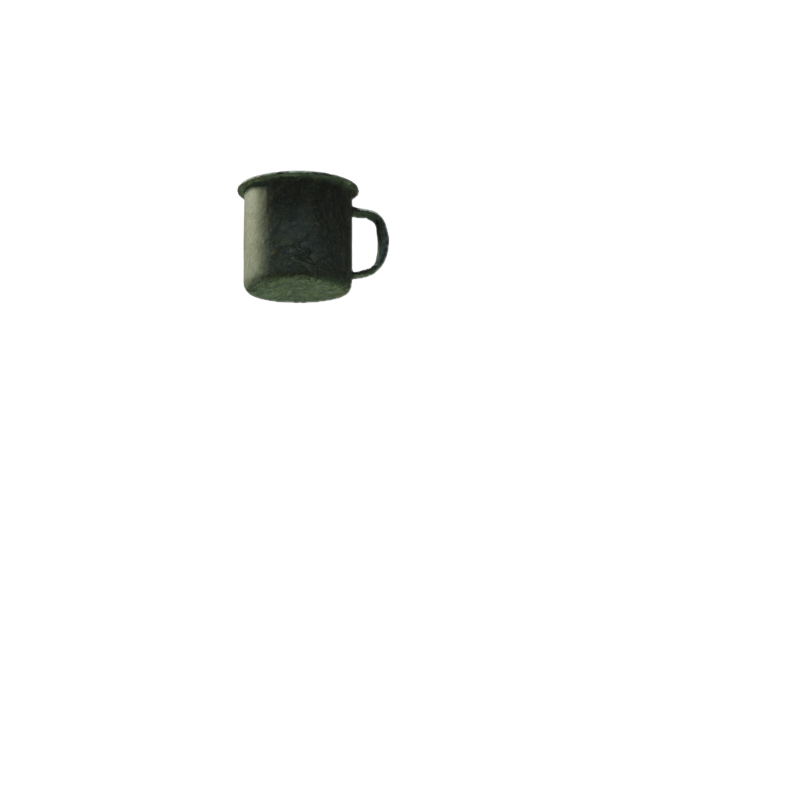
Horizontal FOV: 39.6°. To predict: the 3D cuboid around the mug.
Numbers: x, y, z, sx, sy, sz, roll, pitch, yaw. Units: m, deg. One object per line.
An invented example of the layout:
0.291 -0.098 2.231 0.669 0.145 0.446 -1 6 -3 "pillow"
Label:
-0.066 -0.120 0.840 0.115 0.084 0.092 2 -11 -15 "mug"
